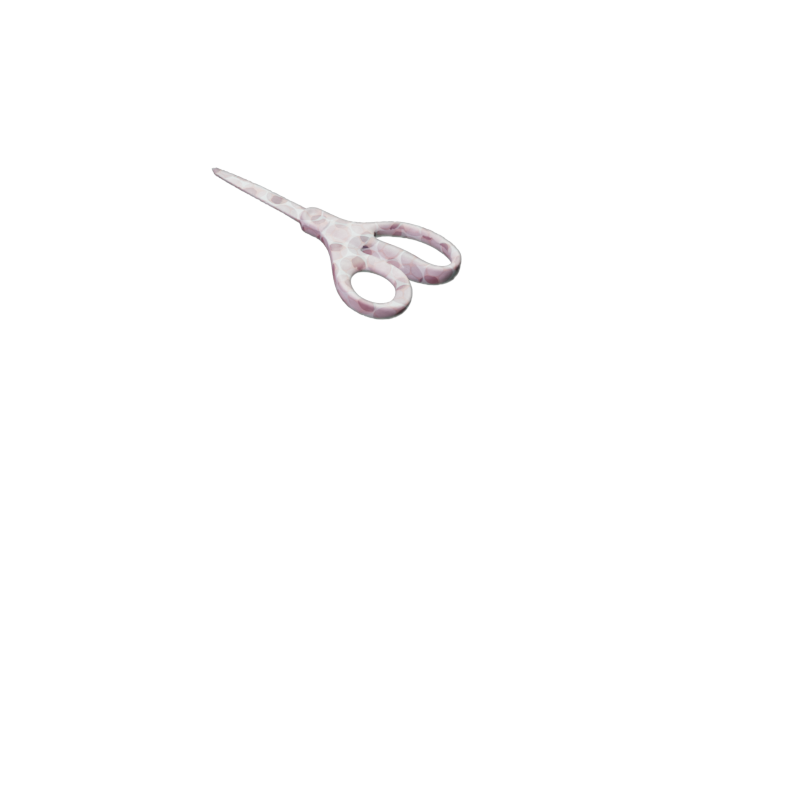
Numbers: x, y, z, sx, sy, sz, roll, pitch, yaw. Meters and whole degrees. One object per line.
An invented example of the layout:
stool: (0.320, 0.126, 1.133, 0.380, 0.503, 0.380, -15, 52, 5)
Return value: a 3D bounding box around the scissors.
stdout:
scissors: (-0.060, -0.109, 0.763, 0.208, 0.015, 0.100, 17, 48, 16)
